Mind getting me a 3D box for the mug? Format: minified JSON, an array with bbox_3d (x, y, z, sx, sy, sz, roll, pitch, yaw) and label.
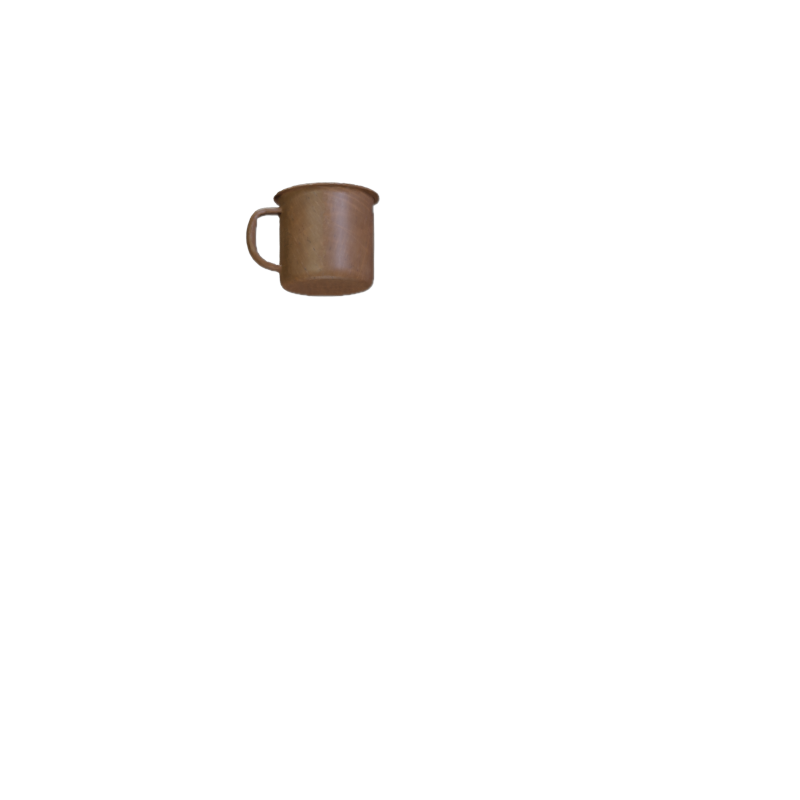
[{"bbox_3d":[-0.075,-0.136,0.956,0.114,0.084,0.093,2,-10,-17],"label":"mug"}]
